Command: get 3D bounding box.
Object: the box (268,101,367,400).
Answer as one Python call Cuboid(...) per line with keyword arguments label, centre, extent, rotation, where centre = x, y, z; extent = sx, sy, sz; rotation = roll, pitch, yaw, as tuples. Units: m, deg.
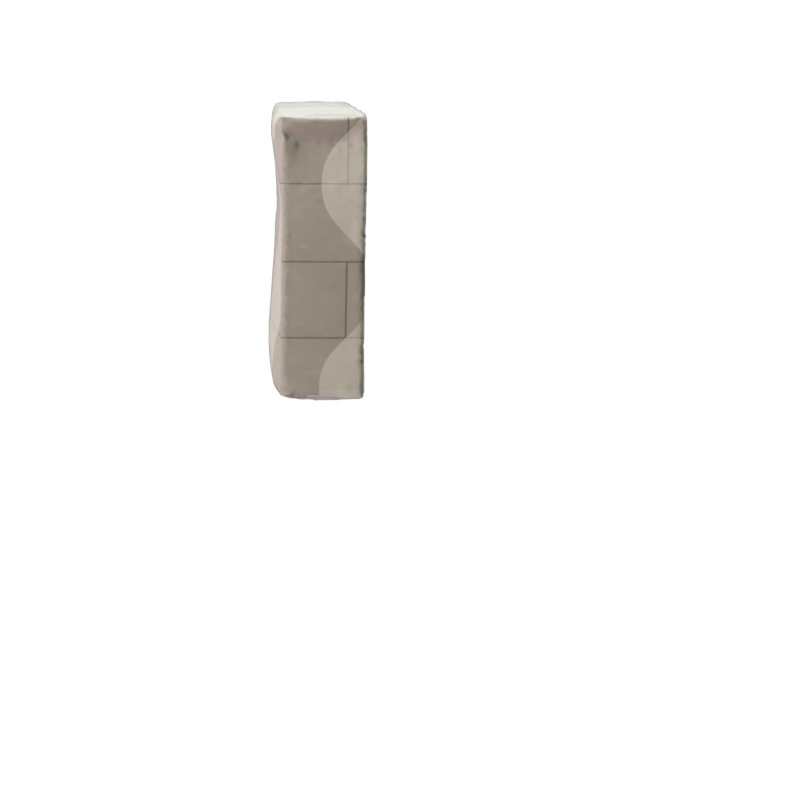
Cuboid(label="box", centre=(-0.069, -0.126, 0.880), extent=(0.071, 0.208, 0.170), rotation=(-1, 13, -7))
